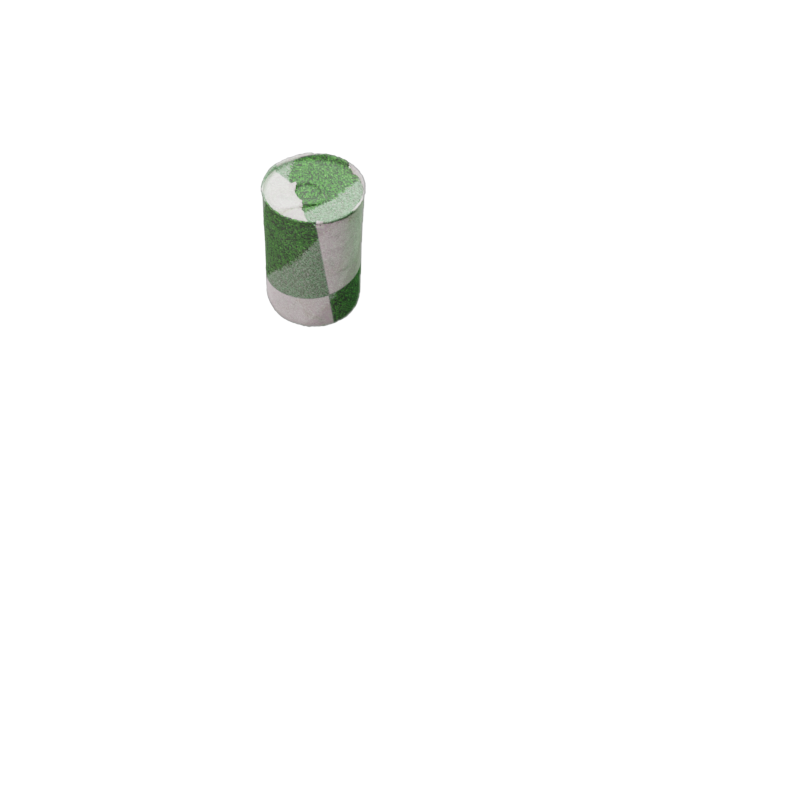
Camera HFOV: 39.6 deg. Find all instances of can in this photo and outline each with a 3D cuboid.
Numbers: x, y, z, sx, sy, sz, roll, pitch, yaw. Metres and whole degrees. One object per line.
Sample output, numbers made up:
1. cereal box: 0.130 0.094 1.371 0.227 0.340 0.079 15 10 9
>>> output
1. can: -0.059 -0.107 0.751 0.068 0.074 0.095 0 -41 -3
